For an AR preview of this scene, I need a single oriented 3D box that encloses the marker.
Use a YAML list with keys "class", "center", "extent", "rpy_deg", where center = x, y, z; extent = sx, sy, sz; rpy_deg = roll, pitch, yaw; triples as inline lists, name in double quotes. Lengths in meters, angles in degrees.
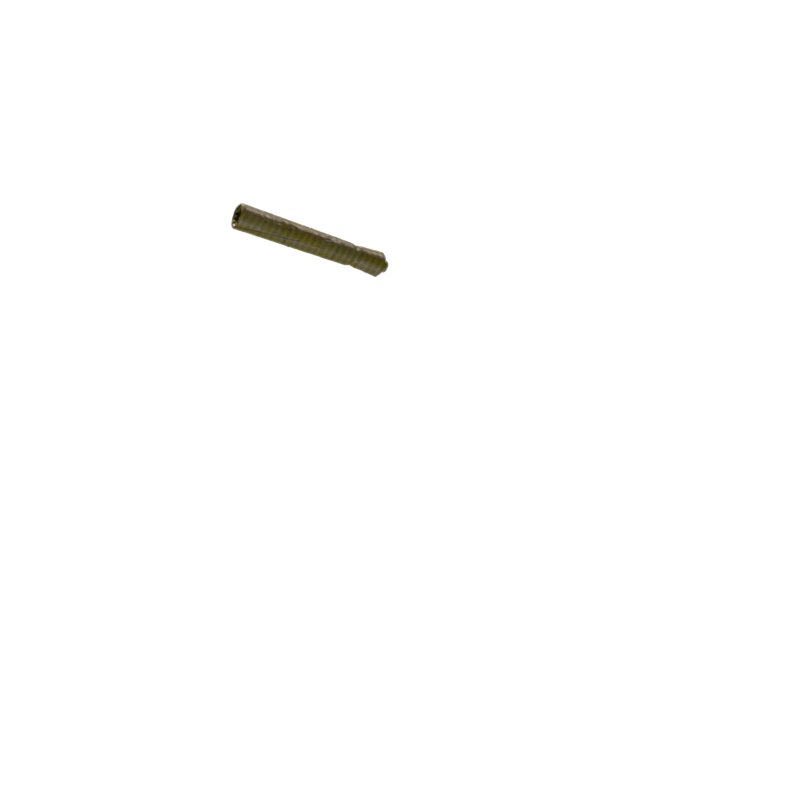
- class: "marker"
  center: [-0.061, -0.112, 0.784]
  extent: [0.116, 0.020, 0.020]
  rpy_deg: [16, -3, -24]
